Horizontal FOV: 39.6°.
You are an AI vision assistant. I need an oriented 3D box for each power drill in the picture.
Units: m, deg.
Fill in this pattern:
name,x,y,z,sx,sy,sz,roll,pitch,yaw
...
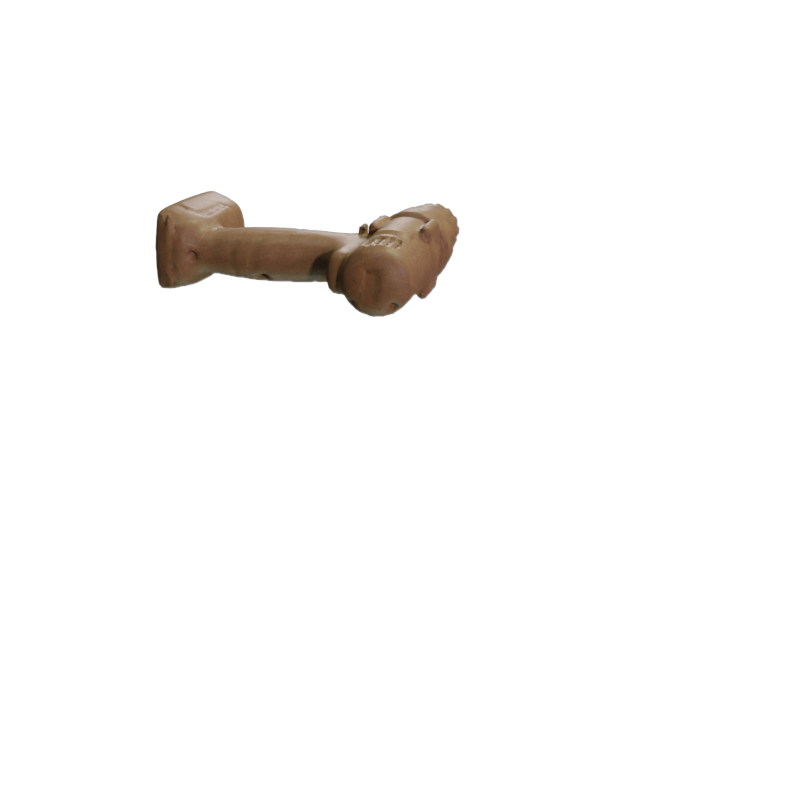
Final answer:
name,x,y,z,sx,sy,sz,roll,pitch,yaw
power drill,-0.060,-0.109,0.767,0.192,0.055,0.186,5,19,15
